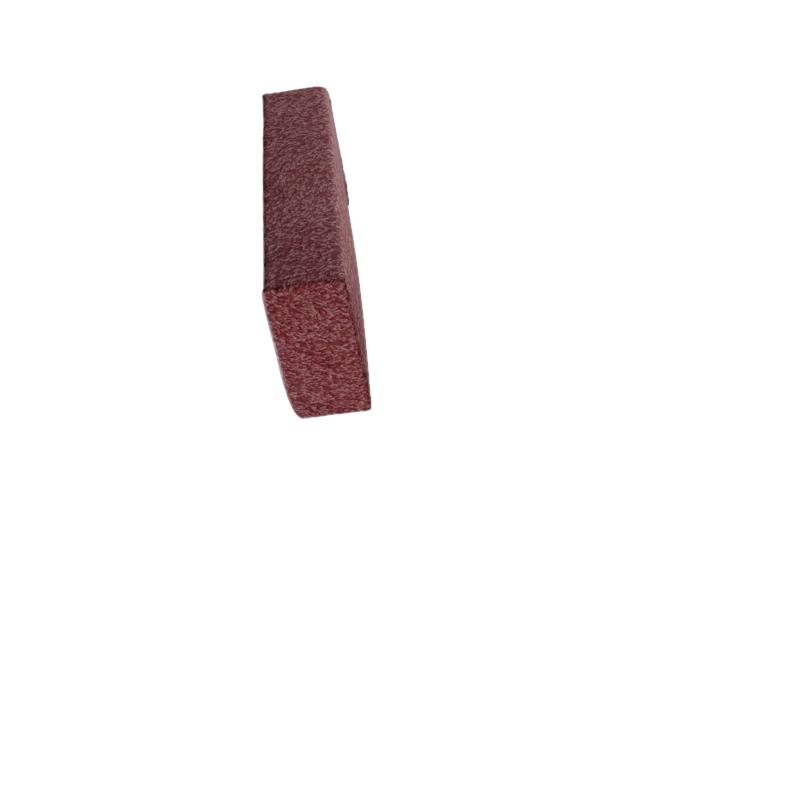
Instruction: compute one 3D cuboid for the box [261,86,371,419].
[{"bbox_3d":[-0.047,-0.086,0.602,0.048,0.086,0.189,-7,44,3],"label":"box"}]
